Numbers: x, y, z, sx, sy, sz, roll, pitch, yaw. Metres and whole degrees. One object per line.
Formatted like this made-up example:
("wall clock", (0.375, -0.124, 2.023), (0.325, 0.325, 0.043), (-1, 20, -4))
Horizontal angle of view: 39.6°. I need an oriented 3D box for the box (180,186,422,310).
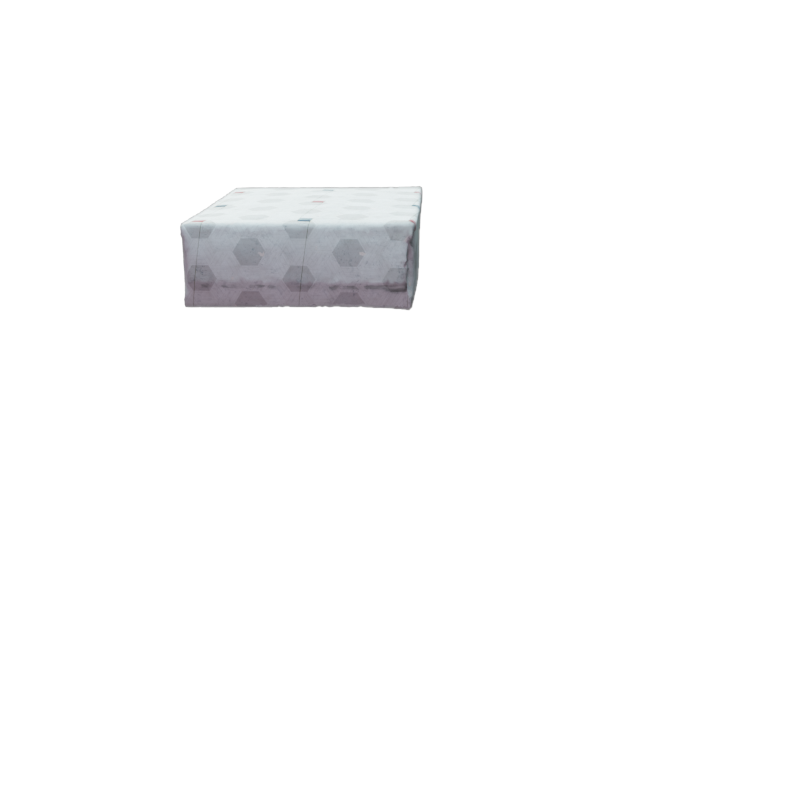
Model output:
("box", (-0.037, -0.067, 0.471), (0.090, 0.038, 0.116), (1, 15, 4))
